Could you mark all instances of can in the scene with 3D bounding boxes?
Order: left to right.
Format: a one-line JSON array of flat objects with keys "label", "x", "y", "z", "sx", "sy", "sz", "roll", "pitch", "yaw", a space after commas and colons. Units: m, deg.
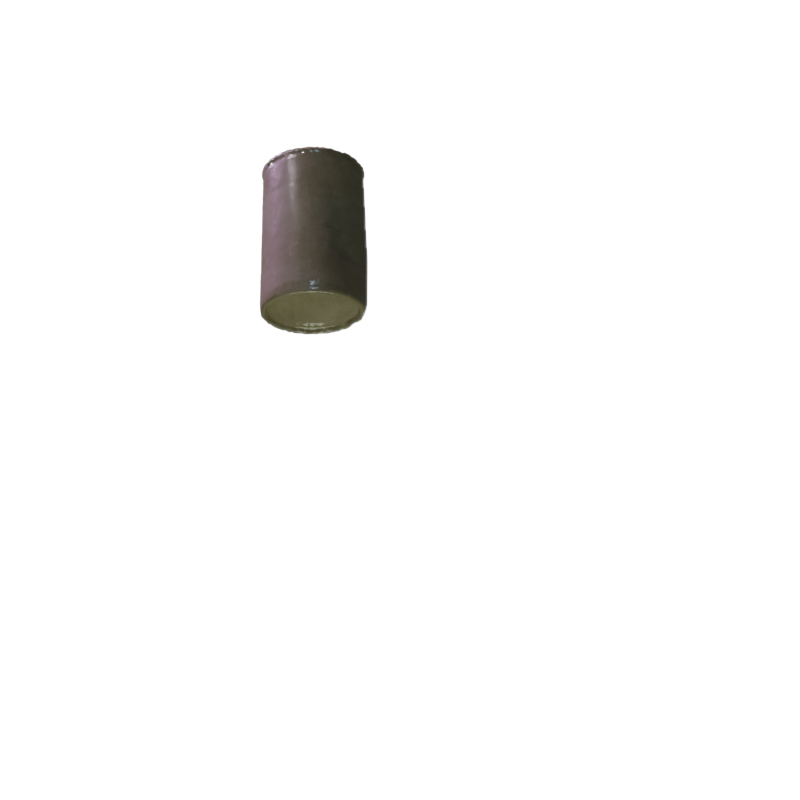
[{"label": "can", "x": -0.056, "y": -0.102, "z": 0.712, "sx": 0.068, "sy": 0.108, "sz": 0.065, "roll": 0, "pitch": -25, "yaw": -2}]
